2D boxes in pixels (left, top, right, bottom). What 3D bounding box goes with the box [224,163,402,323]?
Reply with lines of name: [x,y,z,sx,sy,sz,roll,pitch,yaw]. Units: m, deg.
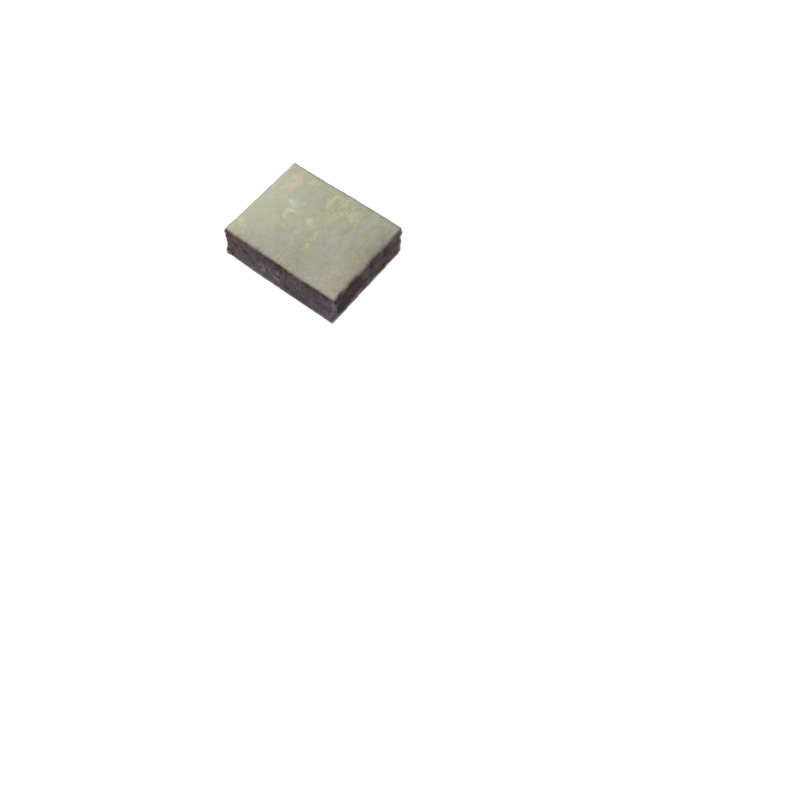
box: [-0.069,-0.126,0.883,0.119,0.092,0.036,32,-30,20]
